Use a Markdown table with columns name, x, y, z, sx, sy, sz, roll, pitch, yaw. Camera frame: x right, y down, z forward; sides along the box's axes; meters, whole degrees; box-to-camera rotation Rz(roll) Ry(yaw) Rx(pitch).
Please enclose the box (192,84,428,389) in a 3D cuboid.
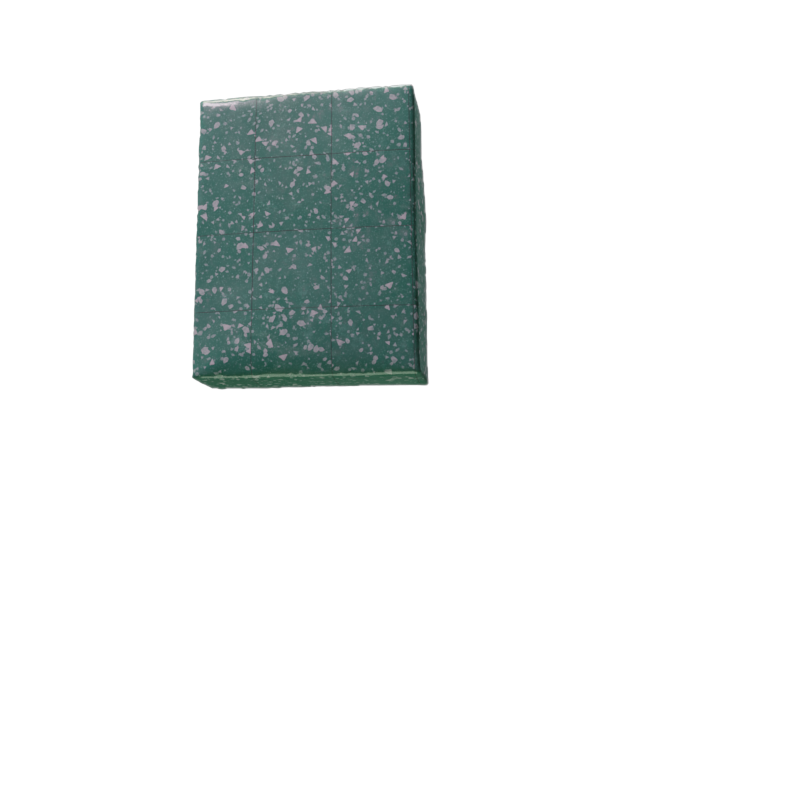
| name | x | y | z | sx | sy | sz | roll | pitch | yaw |
| --- | --- | --- | --- | --- | --- | --- | --- | --- | --- |
| box | -0.064 | -0.117 | 0.822 | 0.166 | 0.222 | 0.068 | -3 | -15 | 9 |
